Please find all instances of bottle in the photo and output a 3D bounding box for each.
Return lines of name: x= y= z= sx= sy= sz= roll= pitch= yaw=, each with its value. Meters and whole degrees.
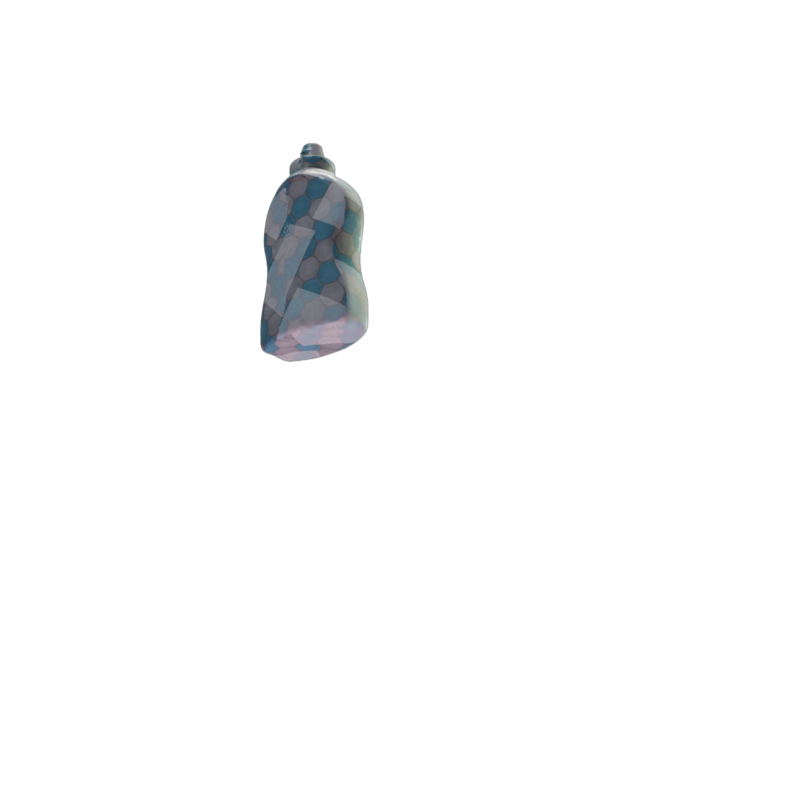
bottle: x=-0.074 y=-0.135 z=0.943 sx=0.097 sy=0.203 sz=0.055 roll=-23 pitch=-33 yaw=35
